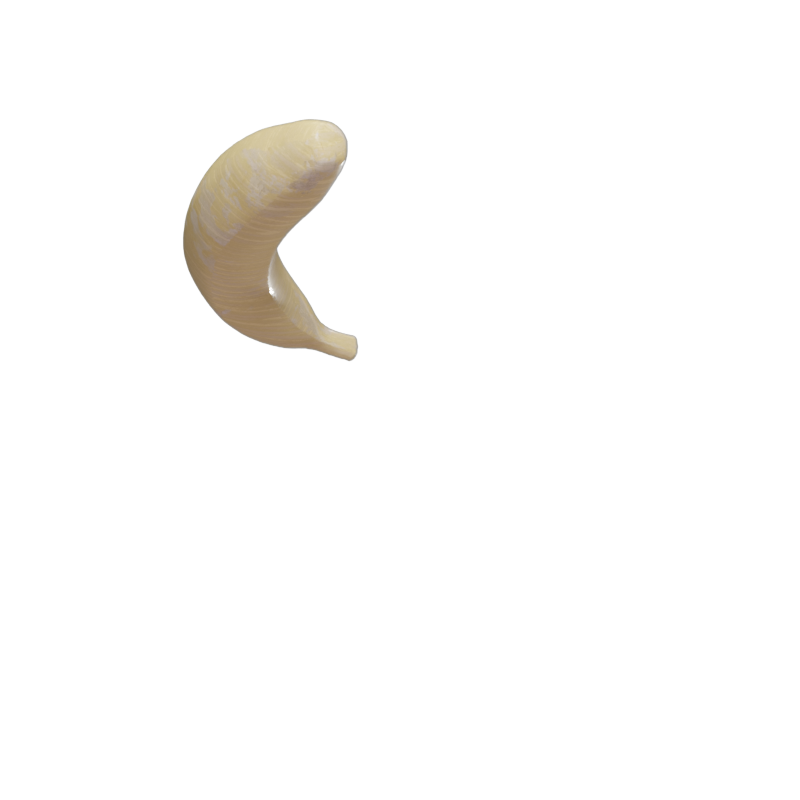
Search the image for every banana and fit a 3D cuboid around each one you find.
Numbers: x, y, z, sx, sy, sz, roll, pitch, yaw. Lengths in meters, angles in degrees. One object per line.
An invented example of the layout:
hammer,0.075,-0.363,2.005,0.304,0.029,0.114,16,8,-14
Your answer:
banana,-0.053,-0.061,0.441,0.070,0.038,0.188,0,-17,0
